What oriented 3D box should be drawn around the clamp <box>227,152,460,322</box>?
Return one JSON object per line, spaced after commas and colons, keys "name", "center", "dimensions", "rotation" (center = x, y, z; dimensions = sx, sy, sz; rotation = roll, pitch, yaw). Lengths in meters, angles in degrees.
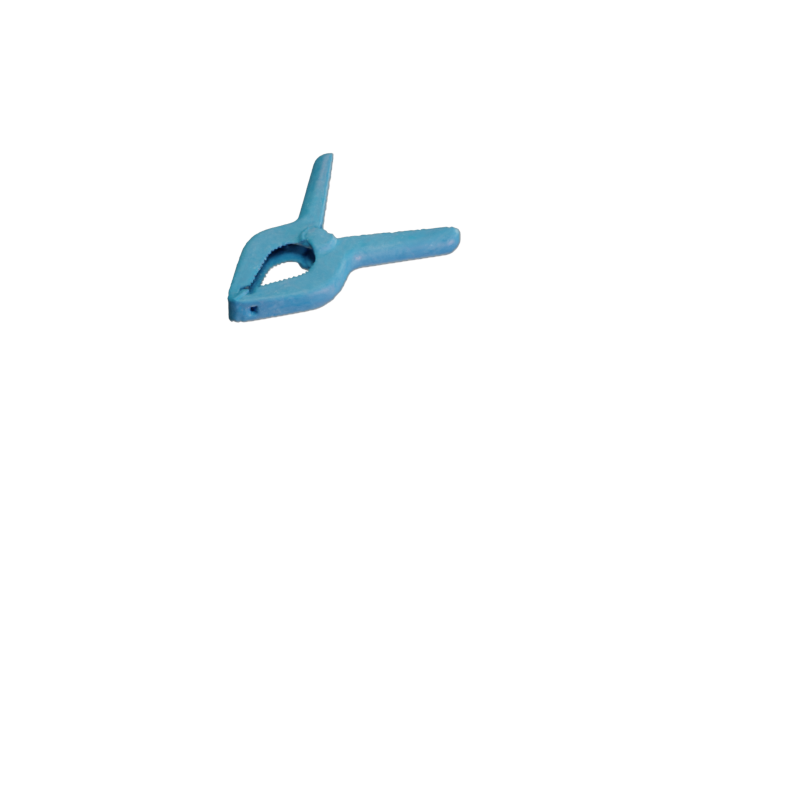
{"name": "clamp", "center": [-0.075, -0.137, 0.962], "dimensions": [0.210, 0.034, 0.176], "rotation": [-33, 55, -27]}
